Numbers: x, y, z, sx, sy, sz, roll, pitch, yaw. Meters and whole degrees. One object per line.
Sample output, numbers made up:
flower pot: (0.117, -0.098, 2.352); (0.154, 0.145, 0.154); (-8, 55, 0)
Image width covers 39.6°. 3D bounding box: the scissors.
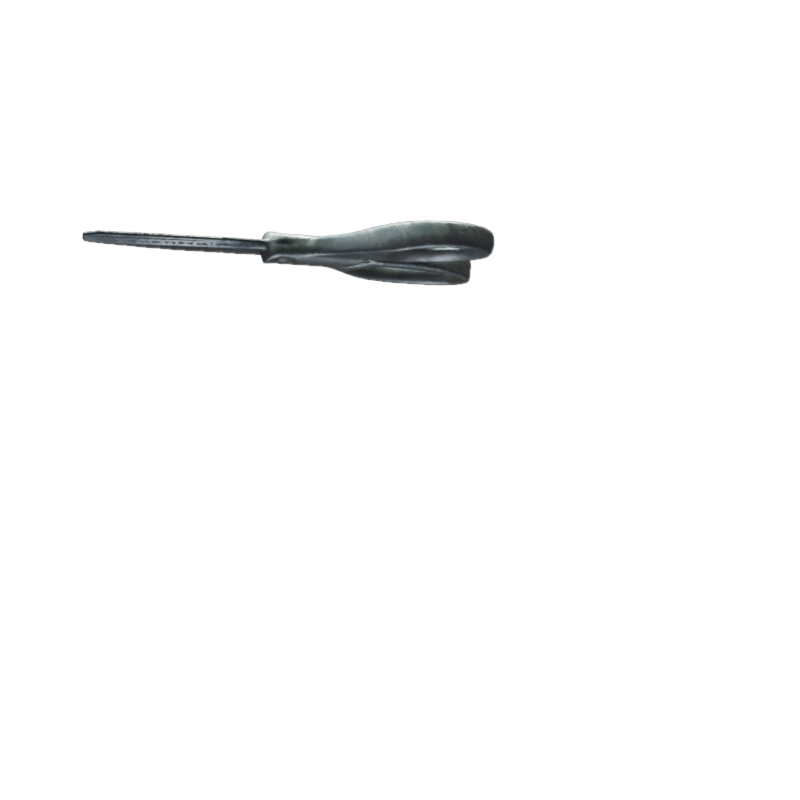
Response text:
scissors: (-0.042, -0.077, 0.537); (0.194, 0.016, 0.097); (4, -9, -29)
